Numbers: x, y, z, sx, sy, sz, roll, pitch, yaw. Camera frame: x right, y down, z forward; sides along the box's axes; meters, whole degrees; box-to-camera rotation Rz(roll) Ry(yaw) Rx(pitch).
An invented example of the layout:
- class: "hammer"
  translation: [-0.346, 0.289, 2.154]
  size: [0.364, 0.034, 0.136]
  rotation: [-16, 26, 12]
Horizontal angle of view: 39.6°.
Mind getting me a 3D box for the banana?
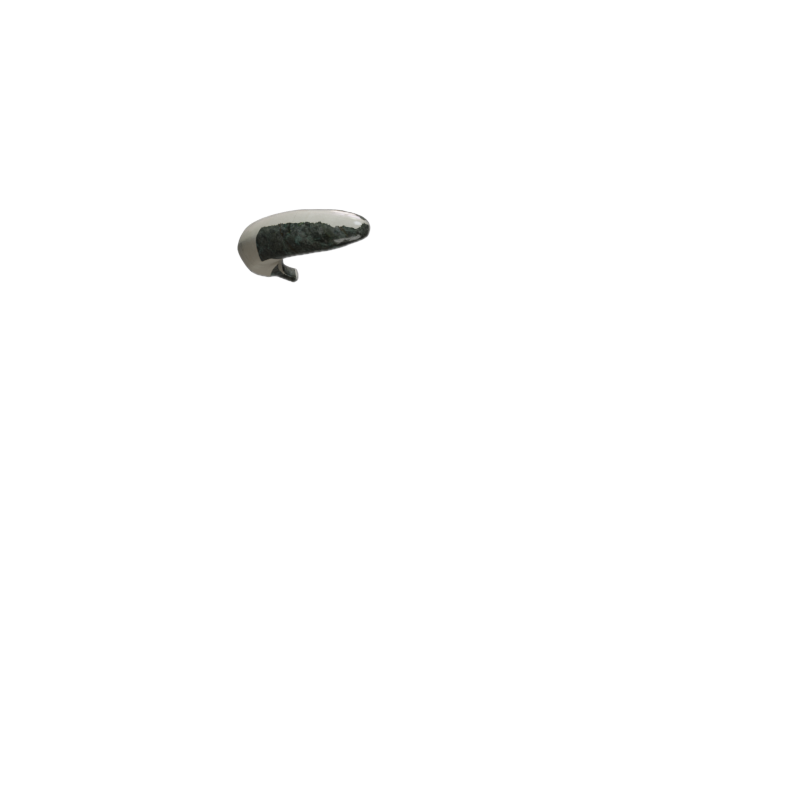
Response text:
- class: "banana"
  translation: [-0.087, -0.125, 0.873]
  size: [0.068, 0.037, 0.200]
  rotation: [1, -3, -21]
